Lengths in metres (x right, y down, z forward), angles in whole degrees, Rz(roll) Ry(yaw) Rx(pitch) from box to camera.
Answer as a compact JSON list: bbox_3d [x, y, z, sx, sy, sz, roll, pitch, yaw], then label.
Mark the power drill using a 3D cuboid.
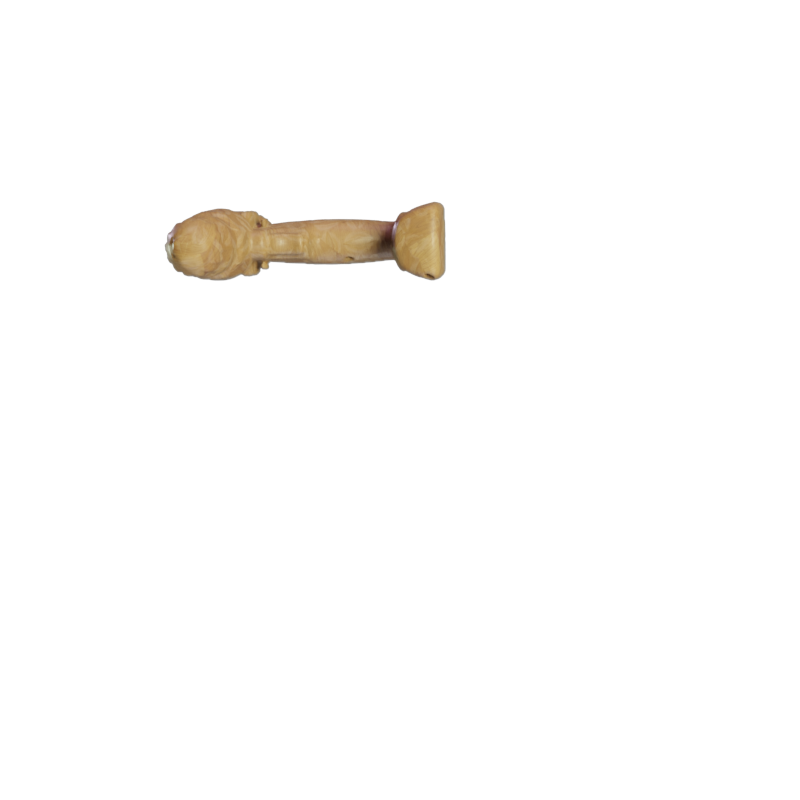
[{"bbox_3d":[-0.063,-0.115,0.805,0.190,0.056,0.185,2,11,9],"label":"power drill"}]
